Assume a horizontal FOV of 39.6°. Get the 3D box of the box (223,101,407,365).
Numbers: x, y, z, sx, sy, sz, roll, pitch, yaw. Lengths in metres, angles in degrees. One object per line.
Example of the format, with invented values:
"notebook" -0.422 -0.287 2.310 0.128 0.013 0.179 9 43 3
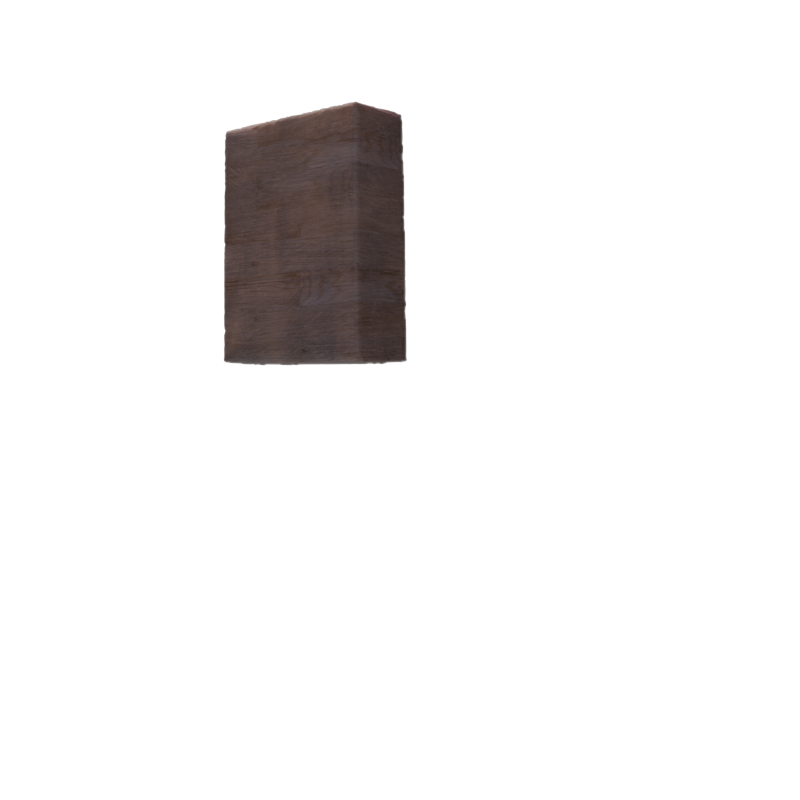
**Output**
"box" -0.076 -0.139 0.971 0.170 0.217 0.068 -4 -7 41
